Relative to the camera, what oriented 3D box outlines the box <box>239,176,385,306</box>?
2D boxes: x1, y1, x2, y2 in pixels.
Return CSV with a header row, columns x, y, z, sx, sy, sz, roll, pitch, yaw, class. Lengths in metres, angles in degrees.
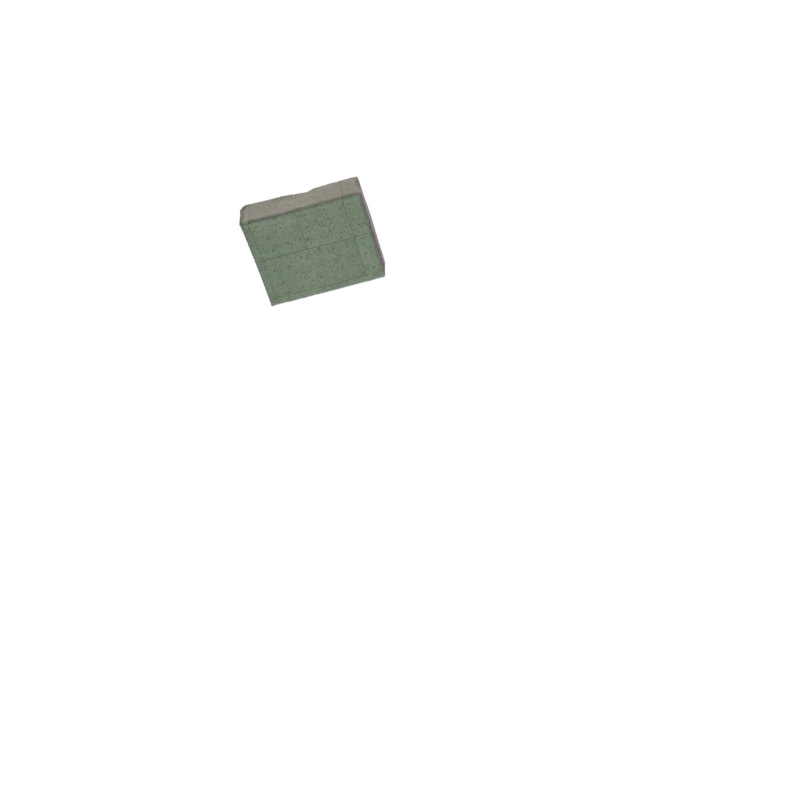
x,y,z,sx,sy,sz,roll,pitch,yaw,class
-0.062,-0.114,0.796,0.090,0.068,0.032,-13,34,8,box
